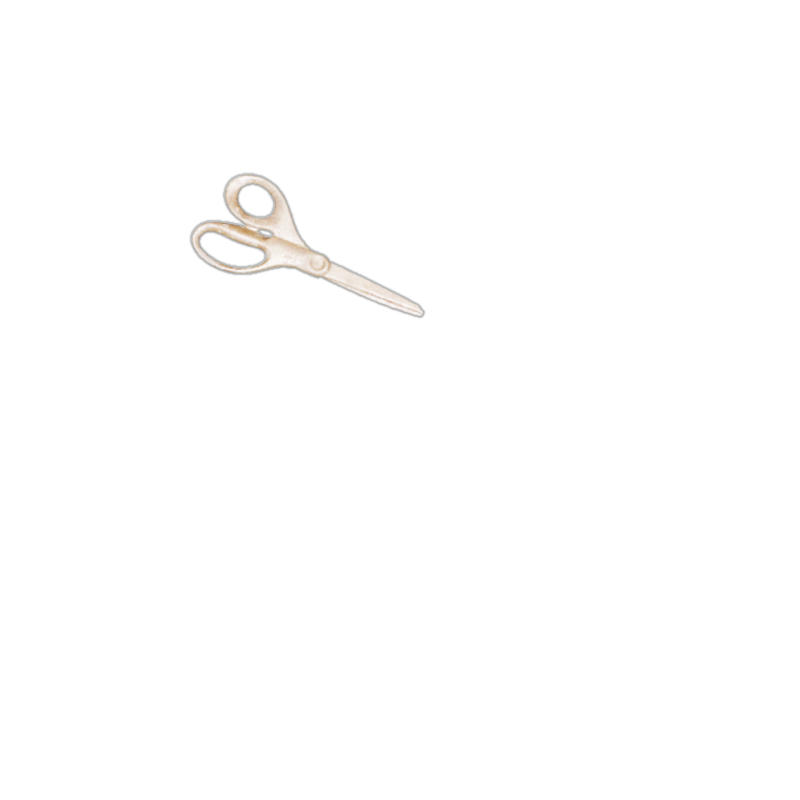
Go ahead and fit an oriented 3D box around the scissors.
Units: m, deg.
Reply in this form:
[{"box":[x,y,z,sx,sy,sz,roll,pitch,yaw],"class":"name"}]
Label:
[{"box":[-0.073,-0.133,0.931,0.202,0.099,0.015,10,-14,2],"class":"scissors"}]
